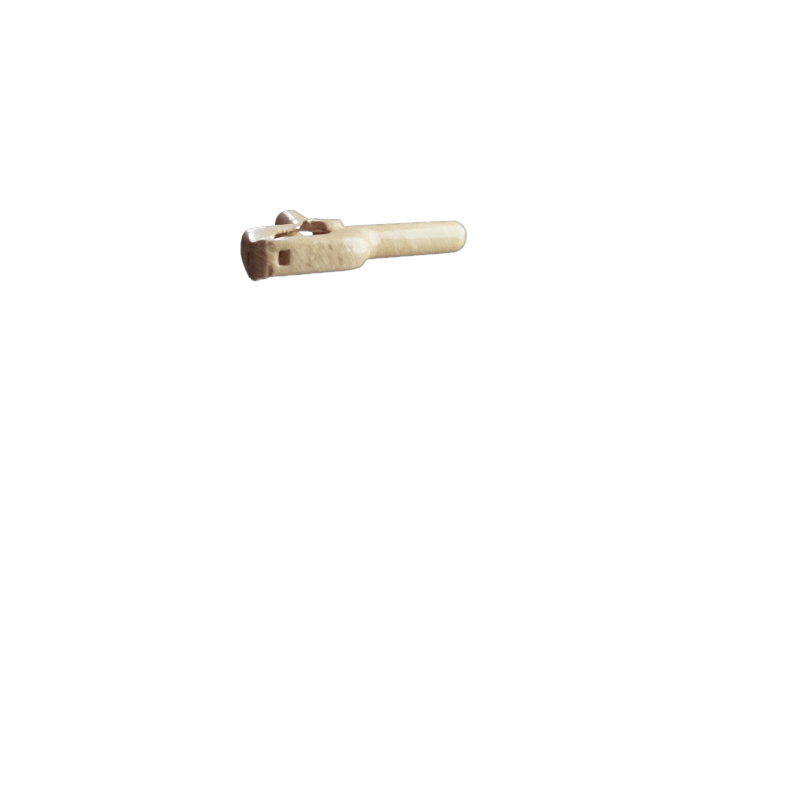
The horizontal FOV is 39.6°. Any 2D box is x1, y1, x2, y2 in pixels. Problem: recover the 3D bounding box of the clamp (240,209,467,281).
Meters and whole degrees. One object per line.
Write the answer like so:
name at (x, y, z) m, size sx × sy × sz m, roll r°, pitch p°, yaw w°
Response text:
clamp at (-0.065, -0.119, 0.831) m, size 0.171 × 0.035 × 0.207 m, roll 8°, pitch 17°, yaw 29°
